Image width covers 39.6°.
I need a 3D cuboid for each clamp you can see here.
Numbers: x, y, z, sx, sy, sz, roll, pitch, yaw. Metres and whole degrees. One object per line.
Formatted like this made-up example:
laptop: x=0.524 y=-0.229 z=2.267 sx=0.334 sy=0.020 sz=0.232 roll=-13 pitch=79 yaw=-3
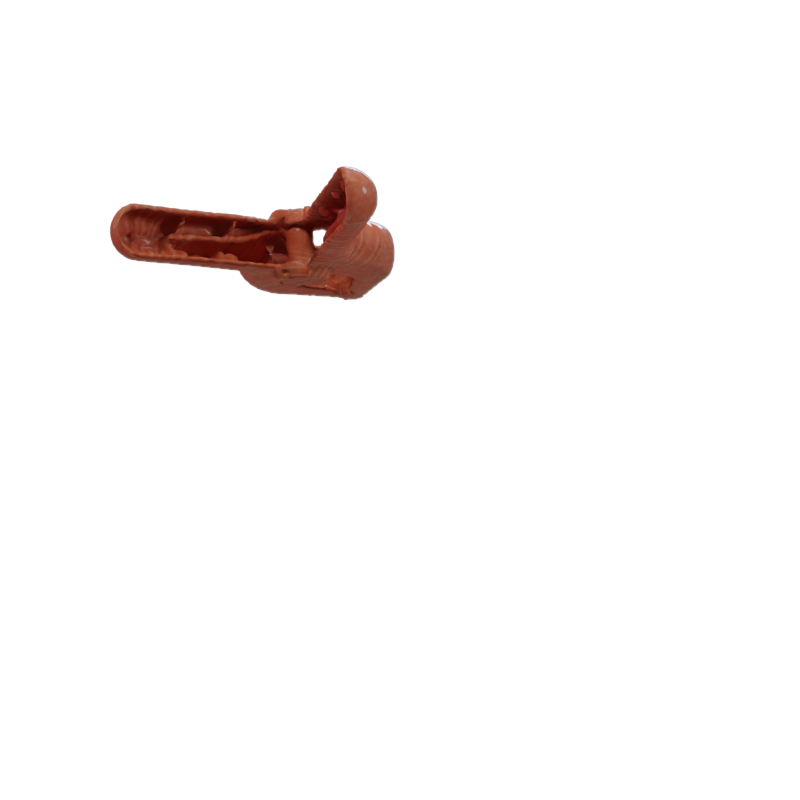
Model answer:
clamp: x=-0.041 y=-0.075 z=0.528 sx=0.124 sy=0.040 sz=0.164 roll=-1 pitch=-1 yaw=27
